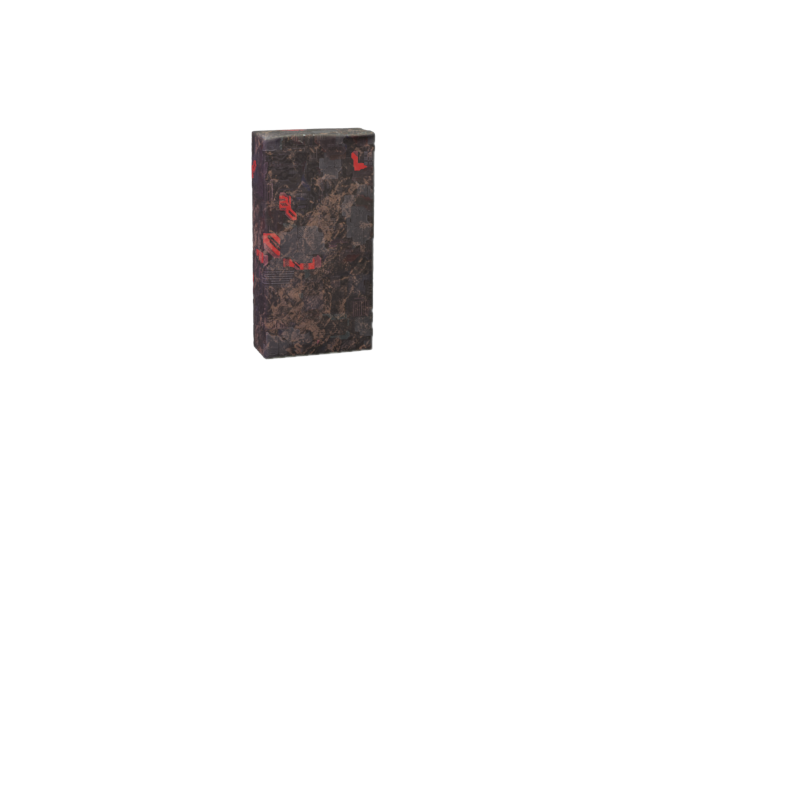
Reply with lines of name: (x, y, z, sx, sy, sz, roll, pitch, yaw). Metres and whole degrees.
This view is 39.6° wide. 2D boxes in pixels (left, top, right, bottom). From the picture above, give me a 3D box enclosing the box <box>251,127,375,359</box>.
box: (-0.069, -0.125, 0.877, 0.091, 0.170, 0.051, -4, 16, -18)
